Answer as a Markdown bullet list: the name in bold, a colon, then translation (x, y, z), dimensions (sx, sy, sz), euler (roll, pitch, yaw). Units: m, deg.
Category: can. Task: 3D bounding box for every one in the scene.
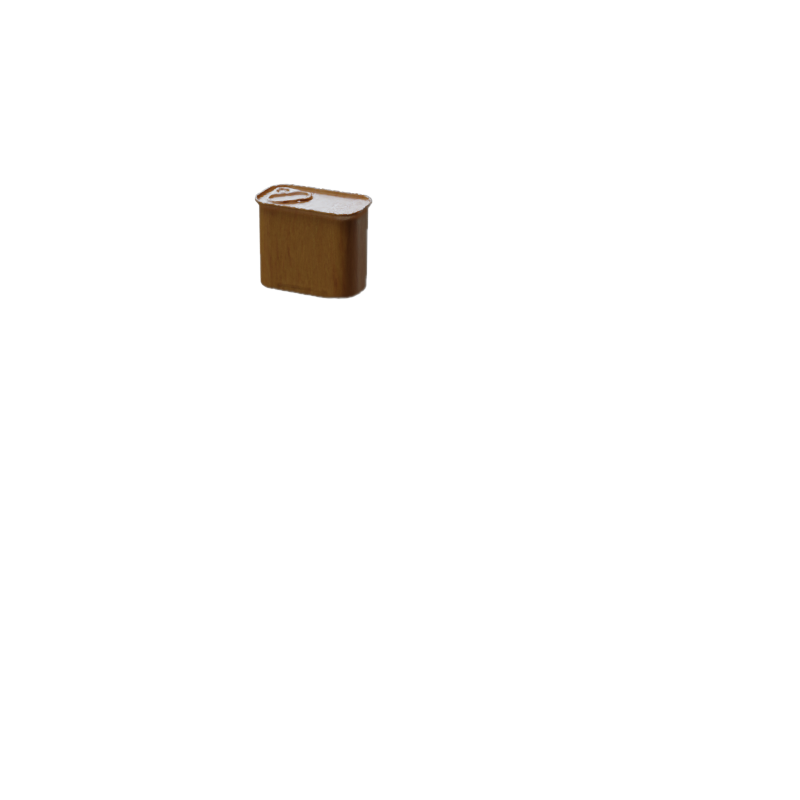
- **can**: translation (-0.078, -0.142, 0.994), dimensions (0.106, 0.080, 0.058), euler (12, 26, 21)
